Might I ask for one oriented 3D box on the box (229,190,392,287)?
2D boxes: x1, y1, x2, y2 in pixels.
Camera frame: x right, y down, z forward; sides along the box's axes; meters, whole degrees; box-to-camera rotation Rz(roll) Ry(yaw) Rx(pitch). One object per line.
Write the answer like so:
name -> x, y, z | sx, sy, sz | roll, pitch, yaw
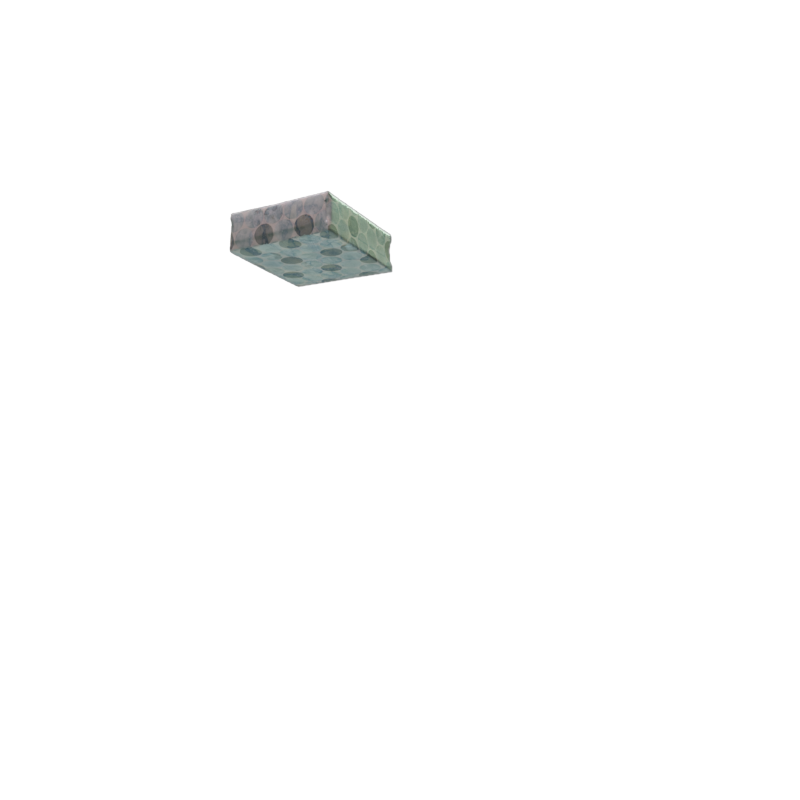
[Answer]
box -> -0.056, -0.103, 0.720 | 0.075, 0.031, 0.084 | -8, -15, 28
